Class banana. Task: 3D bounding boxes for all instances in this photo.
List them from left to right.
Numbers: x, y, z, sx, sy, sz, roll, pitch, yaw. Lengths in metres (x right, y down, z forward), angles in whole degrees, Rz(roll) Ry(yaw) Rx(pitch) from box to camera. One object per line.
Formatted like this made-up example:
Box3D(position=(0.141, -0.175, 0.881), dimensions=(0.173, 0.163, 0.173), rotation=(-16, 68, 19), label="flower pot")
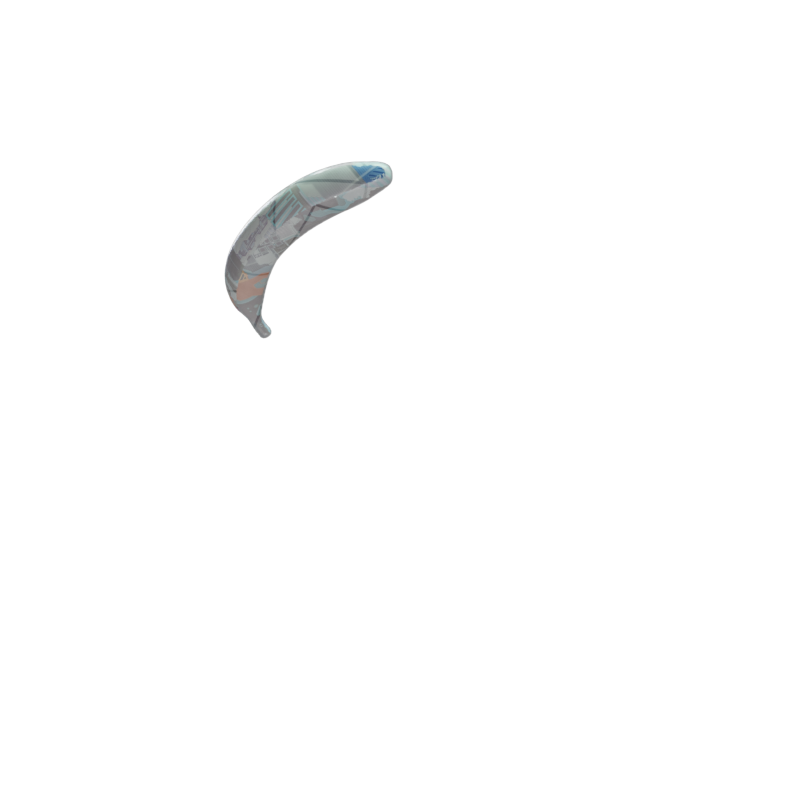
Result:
Box3D(position=(-0.085, -0.127, 0.861), dimensions=(0.066, 0.039, 0.193), rotation=(25, -49, -24), label="banana")
